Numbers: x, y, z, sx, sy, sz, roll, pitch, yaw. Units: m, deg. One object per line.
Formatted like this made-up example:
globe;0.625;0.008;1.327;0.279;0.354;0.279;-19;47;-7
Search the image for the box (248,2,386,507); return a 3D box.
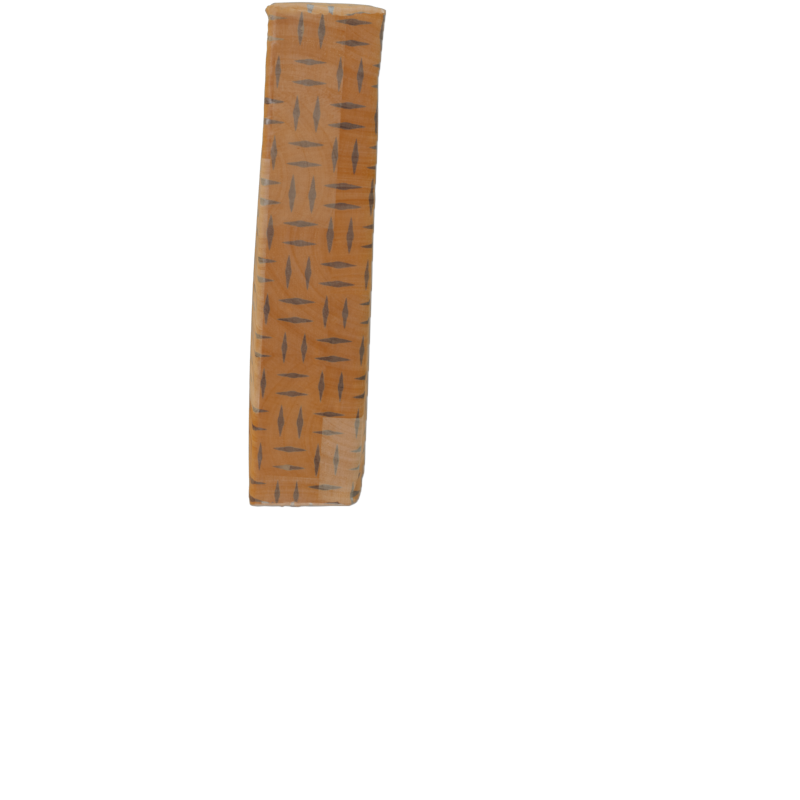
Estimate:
box;-0.033;-0.060;0.417;0.048;0.171;0.097;0;14;-4
